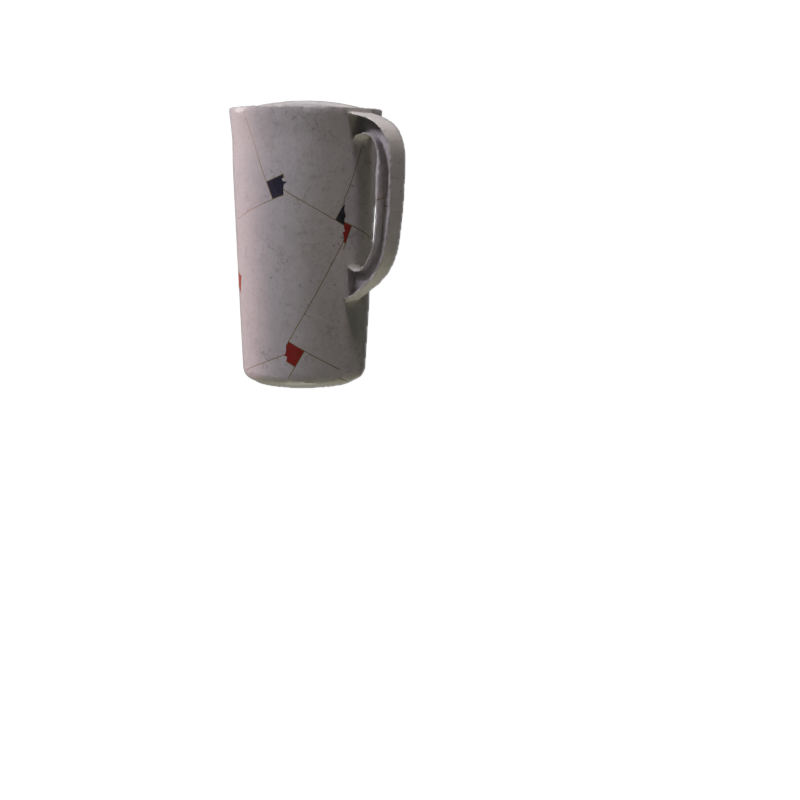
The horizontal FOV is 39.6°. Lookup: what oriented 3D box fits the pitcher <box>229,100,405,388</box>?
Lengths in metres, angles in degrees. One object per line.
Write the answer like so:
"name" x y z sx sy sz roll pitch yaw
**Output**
"pitcher" -0.075 -0.137 0.960 0.144 0.240 0.152 0 6 -4
